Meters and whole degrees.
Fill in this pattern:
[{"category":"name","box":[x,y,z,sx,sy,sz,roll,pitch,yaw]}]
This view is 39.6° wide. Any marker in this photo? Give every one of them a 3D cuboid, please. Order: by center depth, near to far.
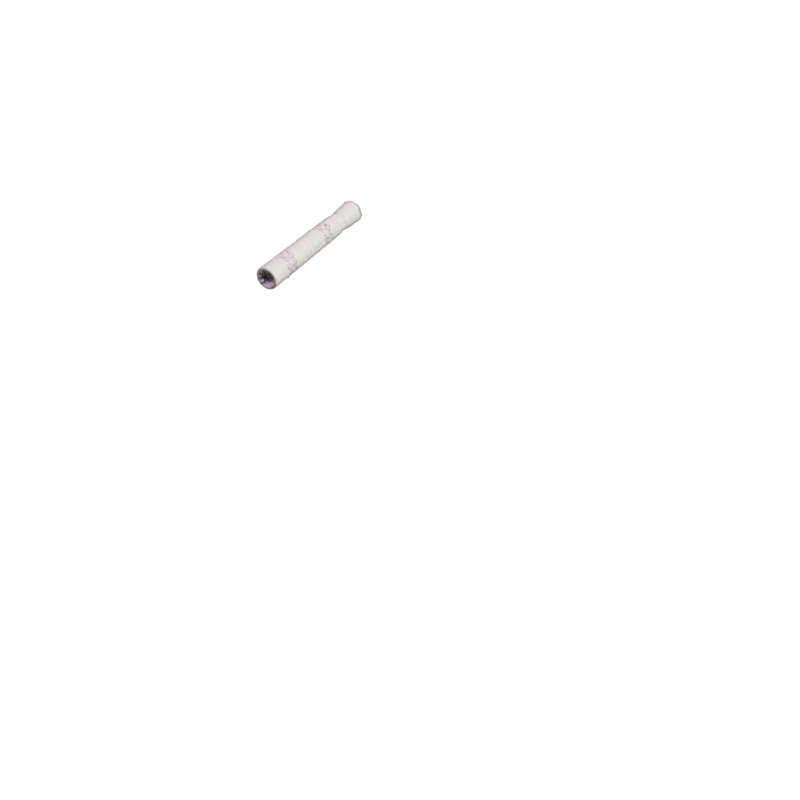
[{"category":"marker","box":[-0.067,-0.122,0.853,0.020,0.019,0.123,2,34,36]}]
